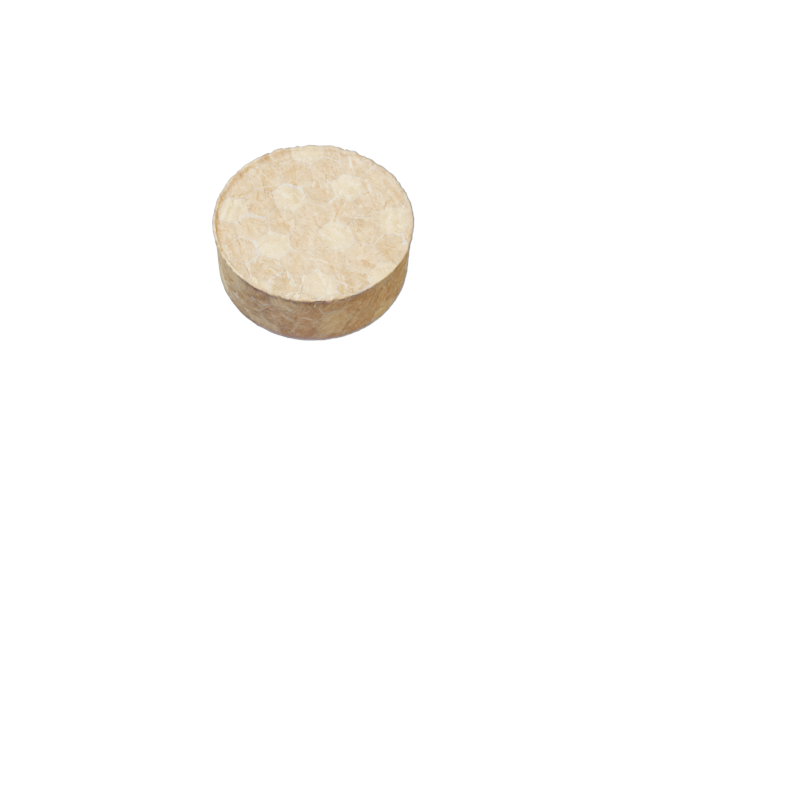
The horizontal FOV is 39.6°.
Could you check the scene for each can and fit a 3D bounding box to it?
[{"bbox_3d":[-0.038,-0.069,0.484,0.086,0.092,0.031,-1,-35,-1],"label":"can"}]
